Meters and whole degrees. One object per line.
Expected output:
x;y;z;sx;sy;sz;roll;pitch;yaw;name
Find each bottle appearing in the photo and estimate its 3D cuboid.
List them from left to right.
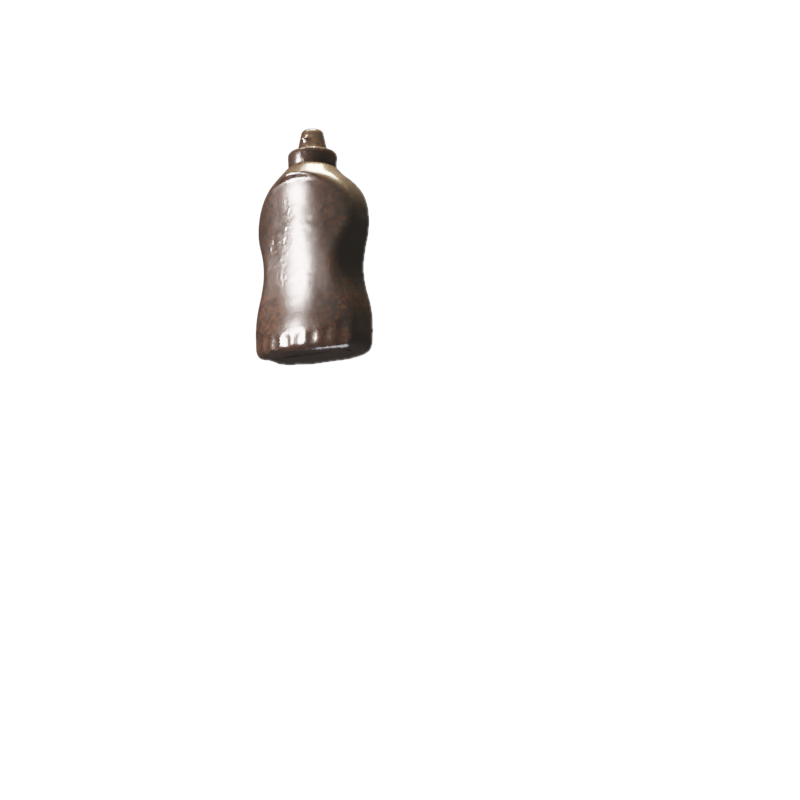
-0.071;-0.129;0.901;0.098;0.199;0.055;-11;-19;33;bottle
